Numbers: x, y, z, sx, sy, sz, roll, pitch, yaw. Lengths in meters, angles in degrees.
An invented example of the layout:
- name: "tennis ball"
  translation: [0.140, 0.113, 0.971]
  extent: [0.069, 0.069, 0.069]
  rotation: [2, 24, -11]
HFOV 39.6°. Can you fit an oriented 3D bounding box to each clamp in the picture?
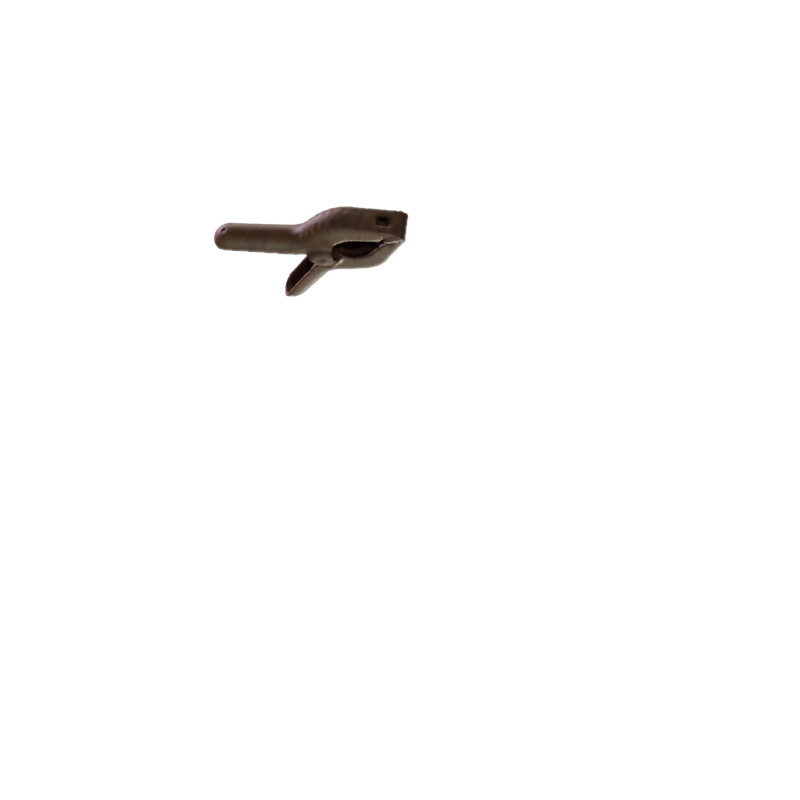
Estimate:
- name: "clamp"
  translation: [-0.076, -0.139, 0.972]
  extent: [0.173, 0.041, 0.113]
  rotation: [-17, -26, 39]
